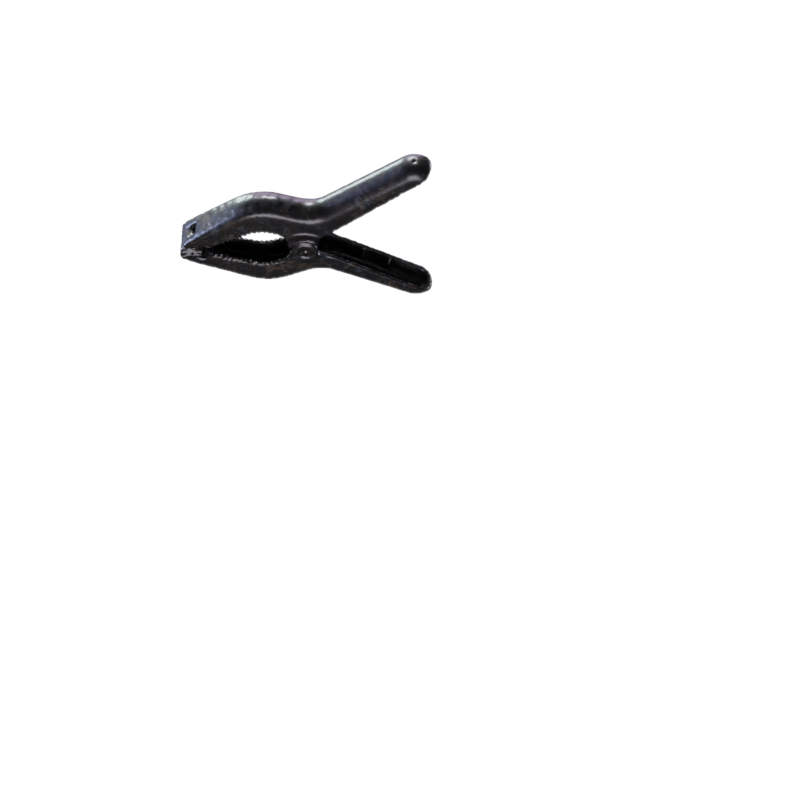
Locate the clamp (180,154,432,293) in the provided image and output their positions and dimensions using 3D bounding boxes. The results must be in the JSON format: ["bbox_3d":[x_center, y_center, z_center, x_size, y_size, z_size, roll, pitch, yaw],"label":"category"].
[{"bbox_3d":[-0.070,-0.128,0.897,0.212,0.039,0.152,-6,-33,9],"label":"clamp"}]
